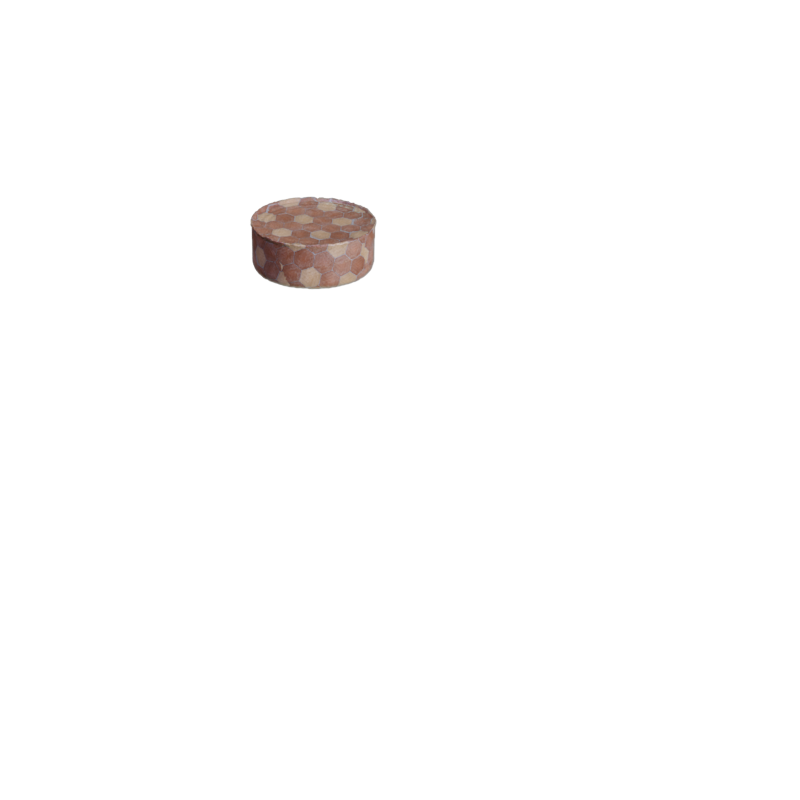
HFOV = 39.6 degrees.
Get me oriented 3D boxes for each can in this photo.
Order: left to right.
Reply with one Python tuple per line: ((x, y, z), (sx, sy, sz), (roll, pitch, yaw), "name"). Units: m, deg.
((-0.060, -0.109, 0.760), (0.086, 0.032, 0.091), (-1, 30, -2), "can")
